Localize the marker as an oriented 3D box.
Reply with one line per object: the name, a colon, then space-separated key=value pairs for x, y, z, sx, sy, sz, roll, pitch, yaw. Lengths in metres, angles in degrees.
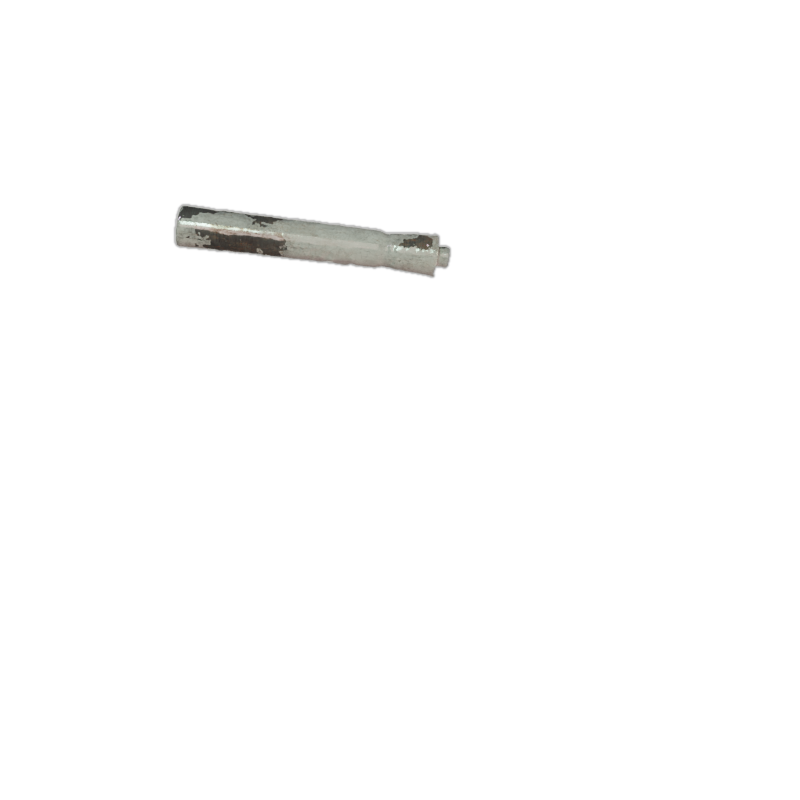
marker: x=-0.039 y=-0.070 z=0.492 sx=0.121 sy=0.020 sz=0.020 roll=7 pitch=4 yaw=2
